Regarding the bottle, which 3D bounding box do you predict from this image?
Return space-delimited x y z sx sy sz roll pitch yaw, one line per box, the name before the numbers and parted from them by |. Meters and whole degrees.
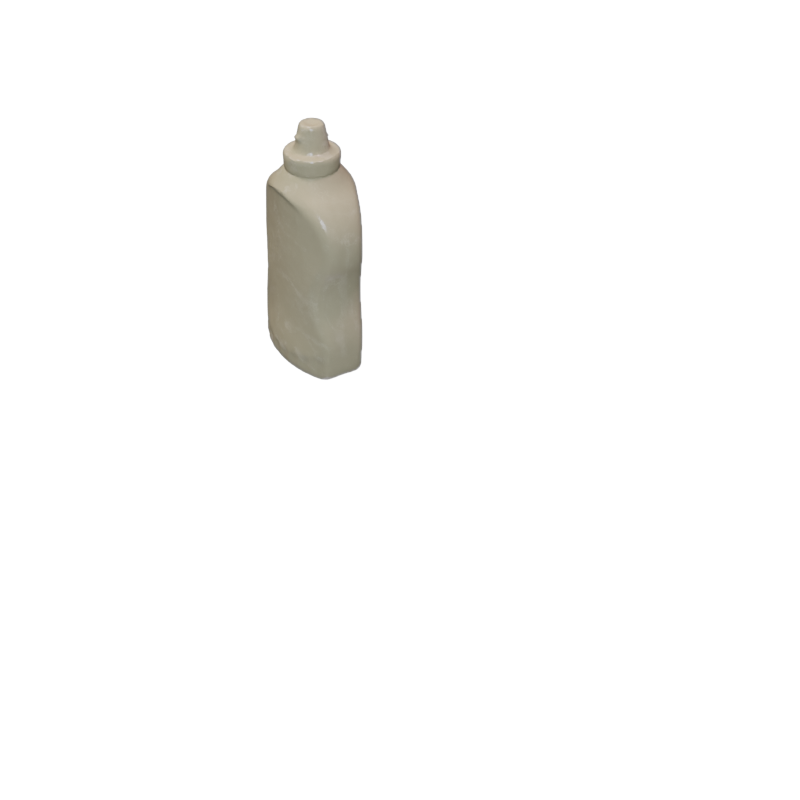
bottle | -0.064 -0.116 0.814 0.057 0.180 0.104 -15 37 -26
